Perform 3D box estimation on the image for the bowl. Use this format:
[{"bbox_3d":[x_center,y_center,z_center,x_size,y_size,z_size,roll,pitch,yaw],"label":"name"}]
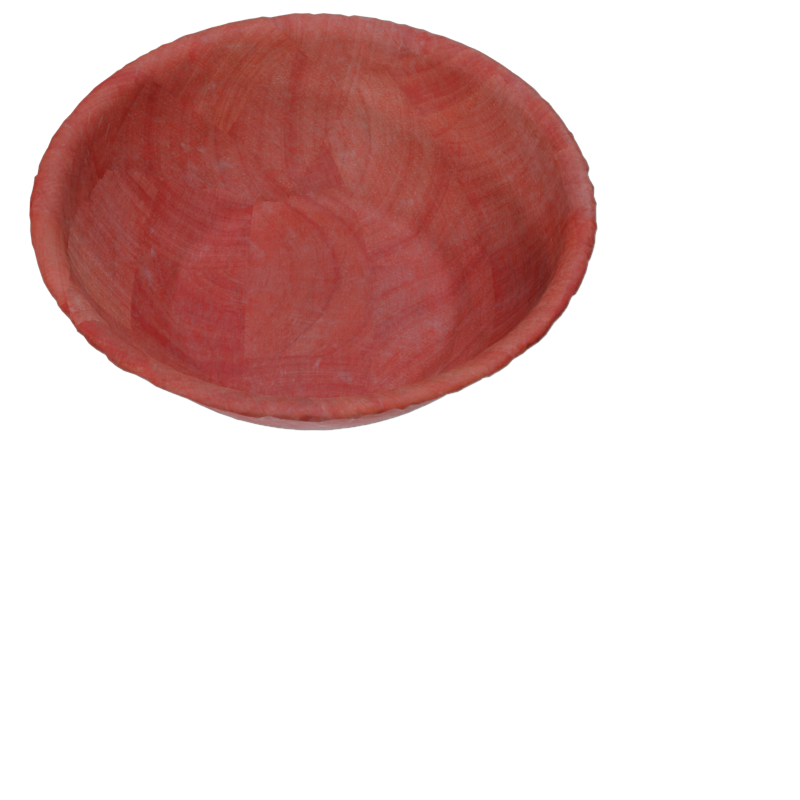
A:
[{"bbox_3d":[-0.026,-0.048,0.338,0.162,0.174,0.051,-1,-39,-1],"label":"bowl"}]
